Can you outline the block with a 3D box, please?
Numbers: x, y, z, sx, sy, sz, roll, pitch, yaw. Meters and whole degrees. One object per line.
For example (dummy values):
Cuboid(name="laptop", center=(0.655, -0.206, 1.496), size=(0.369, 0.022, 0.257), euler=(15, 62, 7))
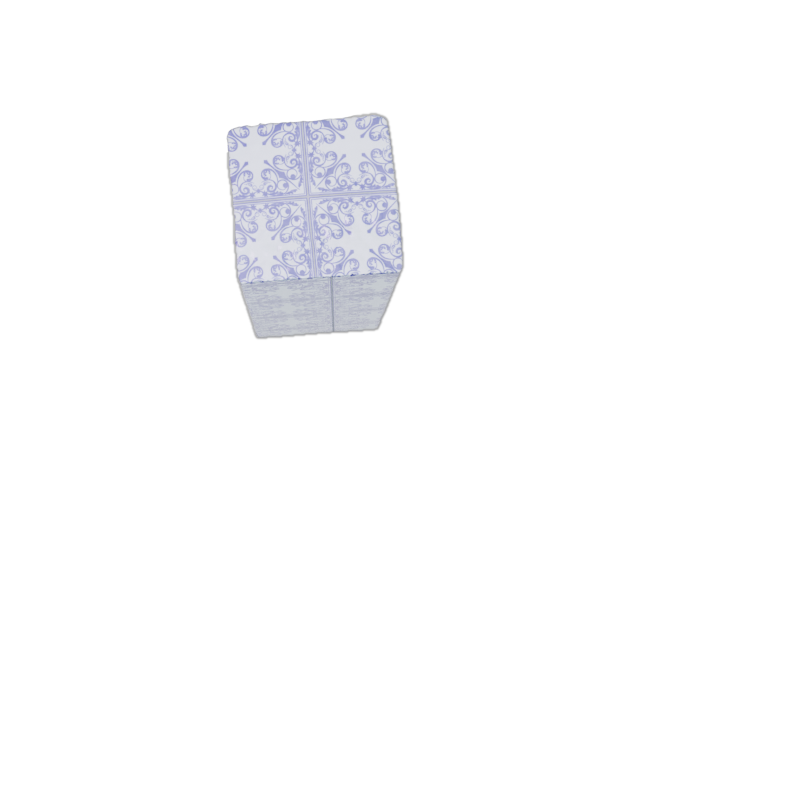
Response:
Cuboid(name="block", center=(-0.054, -0.100, 0.693), size=(0.090, 0.092, 0.202), euler=(-5, -6, -4))
